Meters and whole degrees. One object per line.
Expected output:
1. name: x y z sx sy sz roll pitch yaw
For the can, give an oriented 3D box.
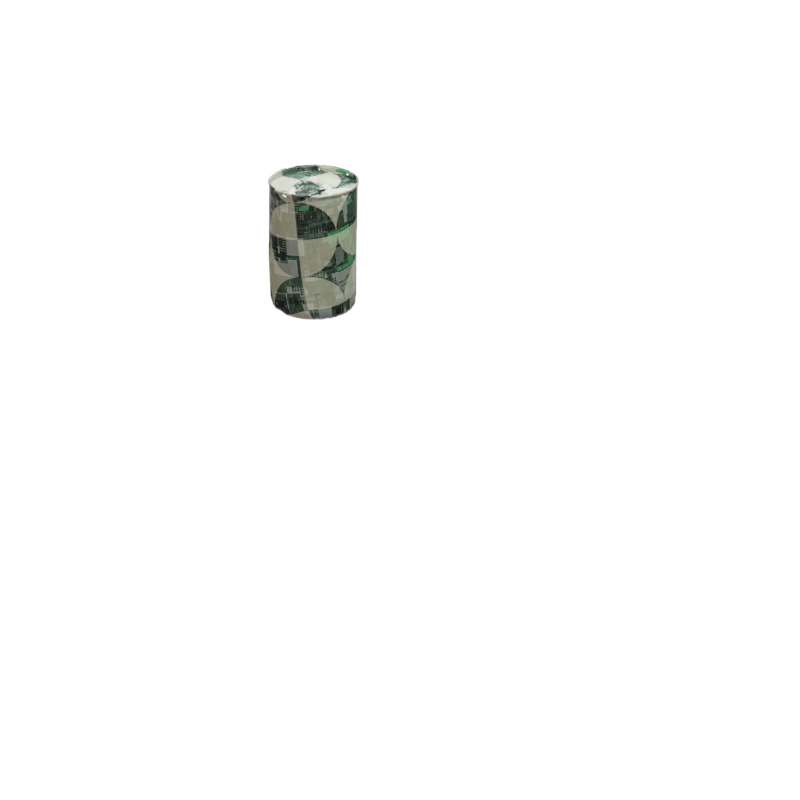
1. can: -0.066 -0.121 0.849 0.068 0.097 0.072 0 26 -2
